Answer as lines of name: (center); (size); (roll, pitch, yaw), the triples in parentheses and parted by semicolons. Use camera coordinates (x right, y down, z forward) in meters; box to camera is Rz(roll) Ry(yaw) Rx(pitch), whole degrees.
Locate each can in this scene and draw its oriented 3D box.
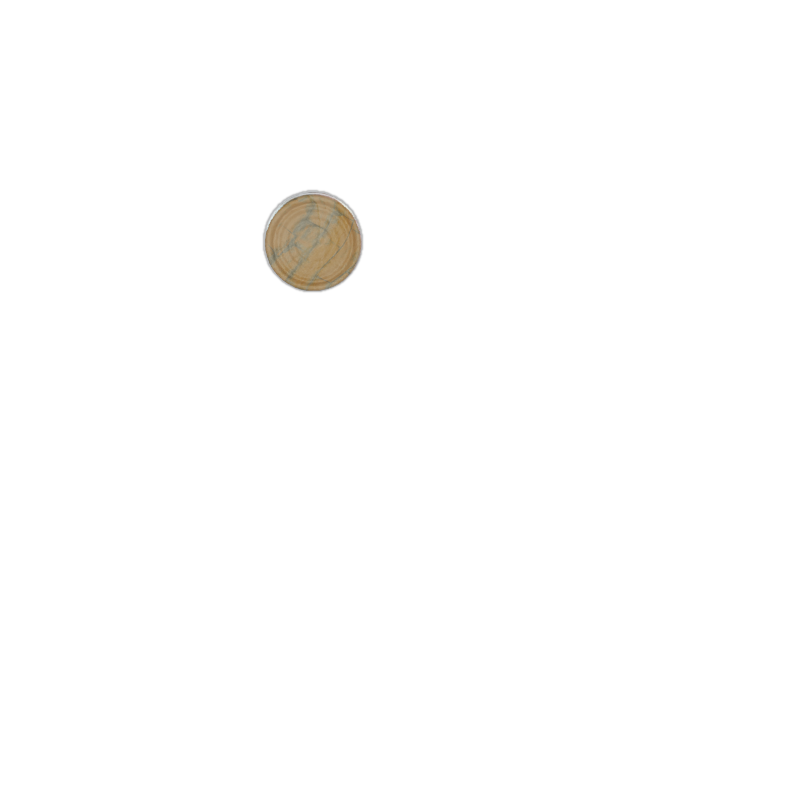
can: (-0.075, -0.137, 0.960); (0.086, 0.085, 0.034); (0, 6, -1)
